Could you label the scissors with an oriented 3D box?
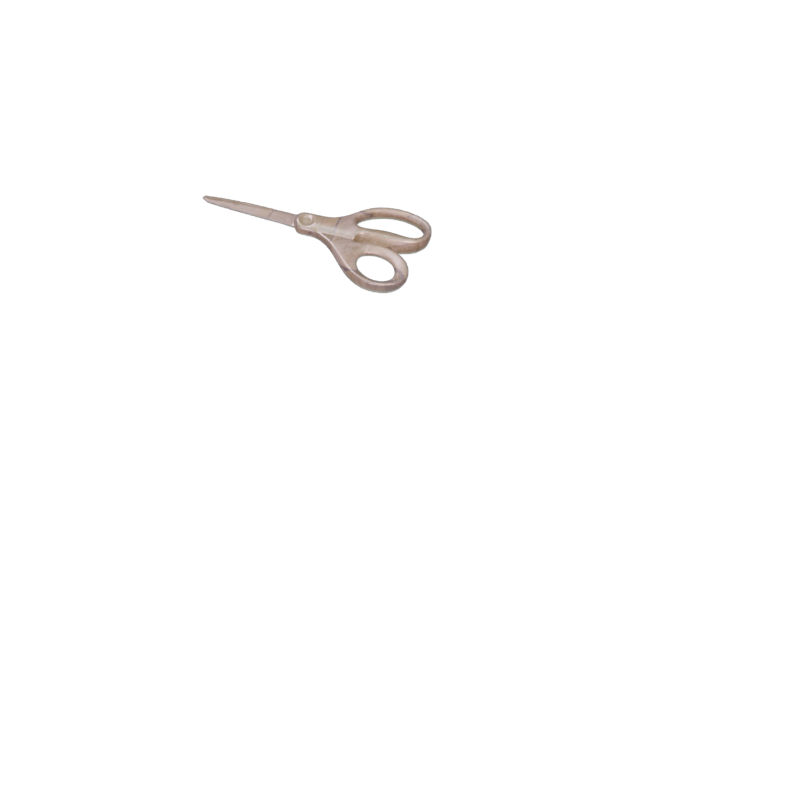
[{"bbox_3d":[-0.074,-0.135,0.949,0.202,0.103,0.015,2,-37,2],"label":"scissors"}]
